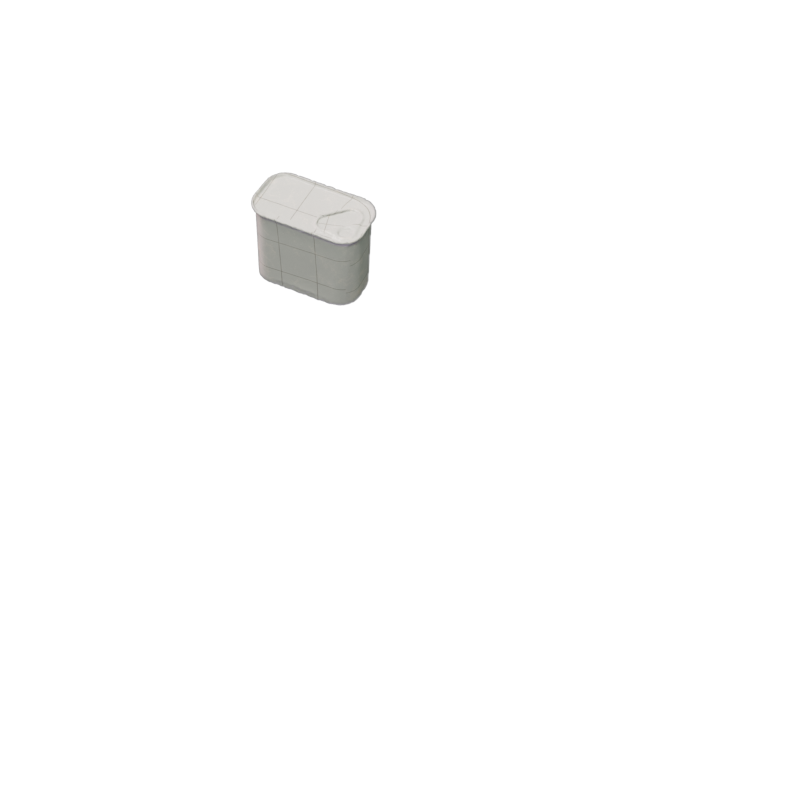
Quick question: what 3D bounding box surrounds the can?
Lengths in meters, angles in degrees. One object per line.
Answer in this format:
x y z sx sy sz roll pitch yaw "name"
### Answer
-0.074 -0.135 0.943 0.106 0.059 0.078 22 -38 16 "can"
